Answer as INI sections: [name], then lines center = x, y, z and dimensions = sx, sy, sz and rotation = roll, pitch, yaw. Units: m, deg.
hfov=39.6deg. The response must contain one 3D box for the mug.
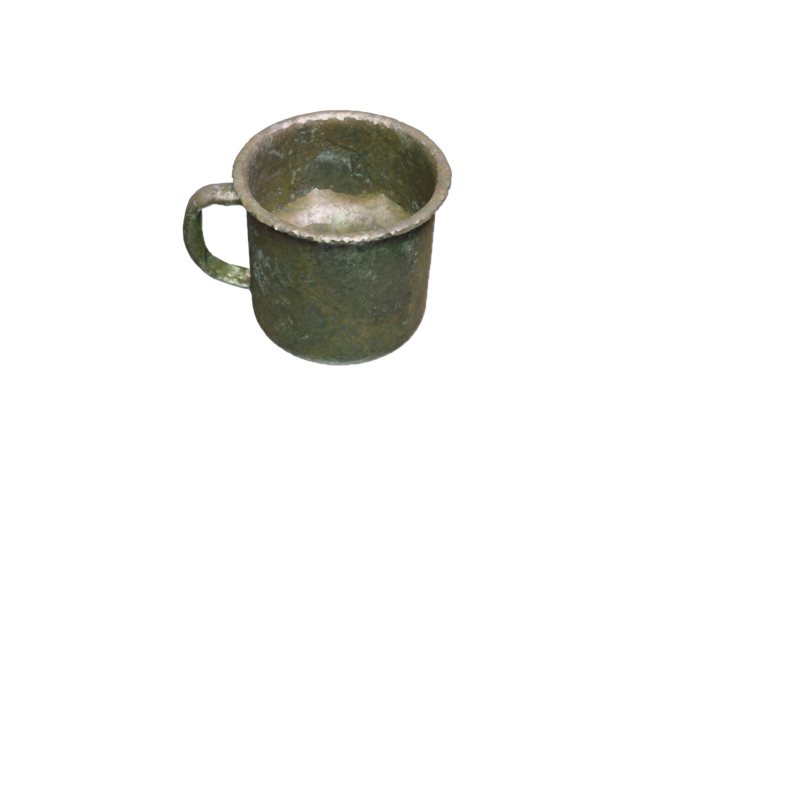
[mug]
center = -0.039, -0.071, 0.495
dimensions = 0.117, 0.076, 0.100
rotation = 1, 44, 0
